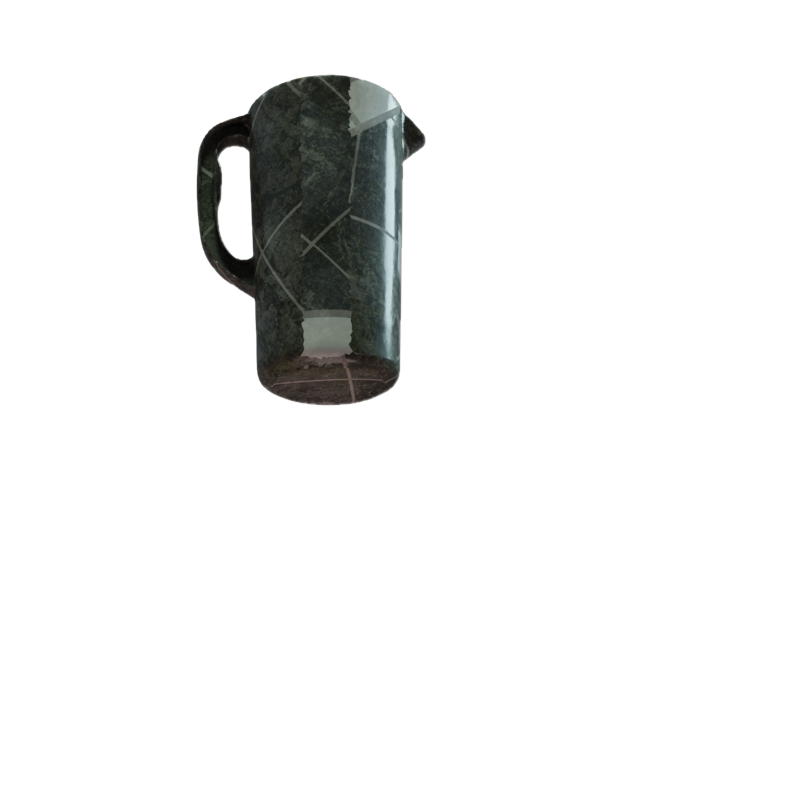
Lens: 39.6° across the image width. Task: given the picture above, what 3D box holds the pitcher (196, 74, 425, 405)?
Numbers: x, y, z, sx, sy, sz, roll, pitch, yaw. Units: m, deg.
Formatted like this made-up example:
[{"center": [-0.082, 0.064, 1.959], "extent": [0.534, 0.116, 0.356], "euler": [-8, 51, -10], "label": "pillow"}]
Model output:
[{"center": [-0.069, -0.126, 0.883], "extent": [0.151, 0.257, 0.135], "euler": [-19, -29, 34], "label": "pitcher"}]
